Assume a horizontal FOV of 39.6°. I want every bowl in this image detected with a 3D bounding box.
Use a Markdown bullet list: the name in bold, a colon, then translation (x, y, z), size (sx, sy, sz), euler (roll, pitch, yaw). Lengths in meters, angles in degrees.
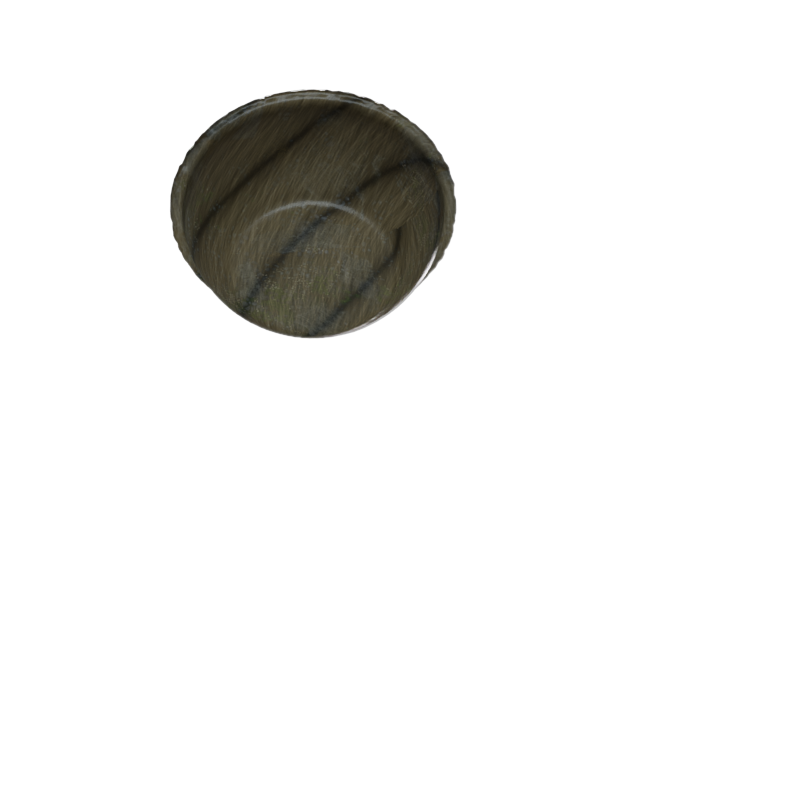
- **bowl**: translation (-0.048, -0.087, 0.607), size (0.162, 0.151, 0.059), euler (1, 39, -1)
